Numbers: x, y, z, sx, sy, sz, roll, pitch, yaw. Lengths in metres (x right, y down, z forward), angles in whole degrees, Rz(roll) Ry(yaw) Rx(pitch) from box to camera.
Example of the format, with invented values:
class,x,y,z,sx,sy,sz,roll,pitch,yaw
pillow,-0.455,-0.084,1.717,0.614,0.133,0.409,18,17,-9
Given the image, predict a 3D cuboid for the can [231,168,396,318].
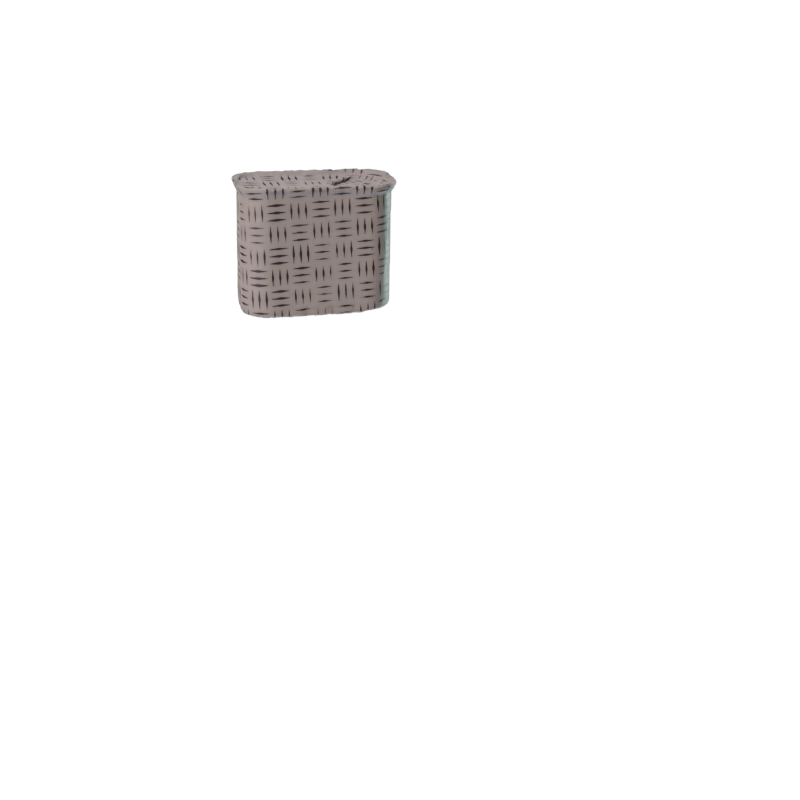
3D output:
class,x,y,z,sx,sy,sz,roll,pitch,yaw
can,-0.055,-0.101,0.709,0.101,0.081,0.060,-3,18,-11
